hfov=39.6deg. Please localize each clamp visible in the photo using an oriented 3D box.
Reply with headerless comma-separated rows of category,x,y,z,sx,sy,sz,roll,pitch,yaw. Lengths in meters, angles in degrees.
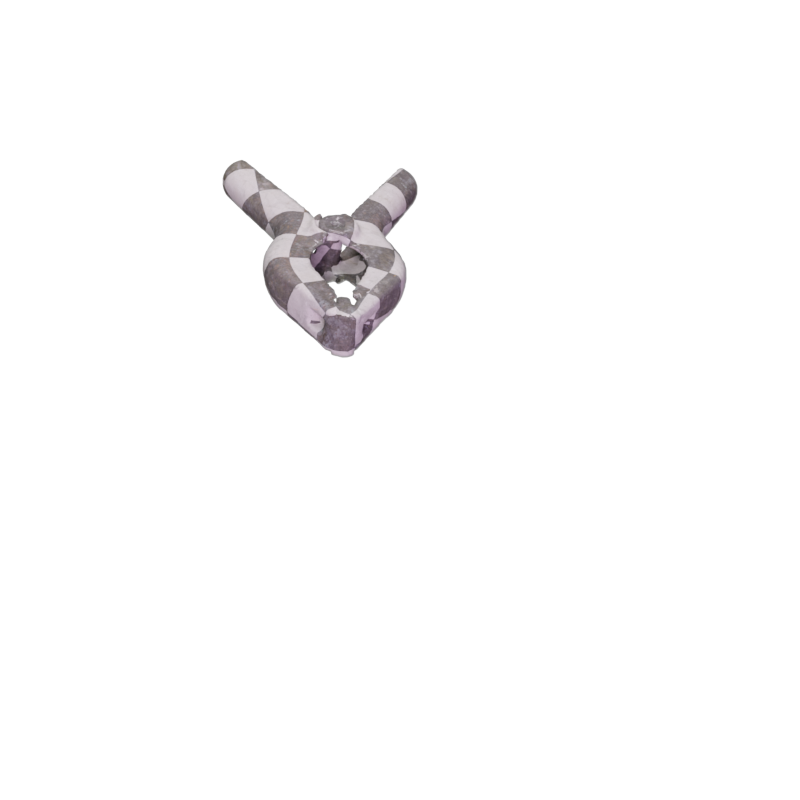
clamp,-0.050,-0.091,0.635,0.120,0.037,0.182,1,36,1
